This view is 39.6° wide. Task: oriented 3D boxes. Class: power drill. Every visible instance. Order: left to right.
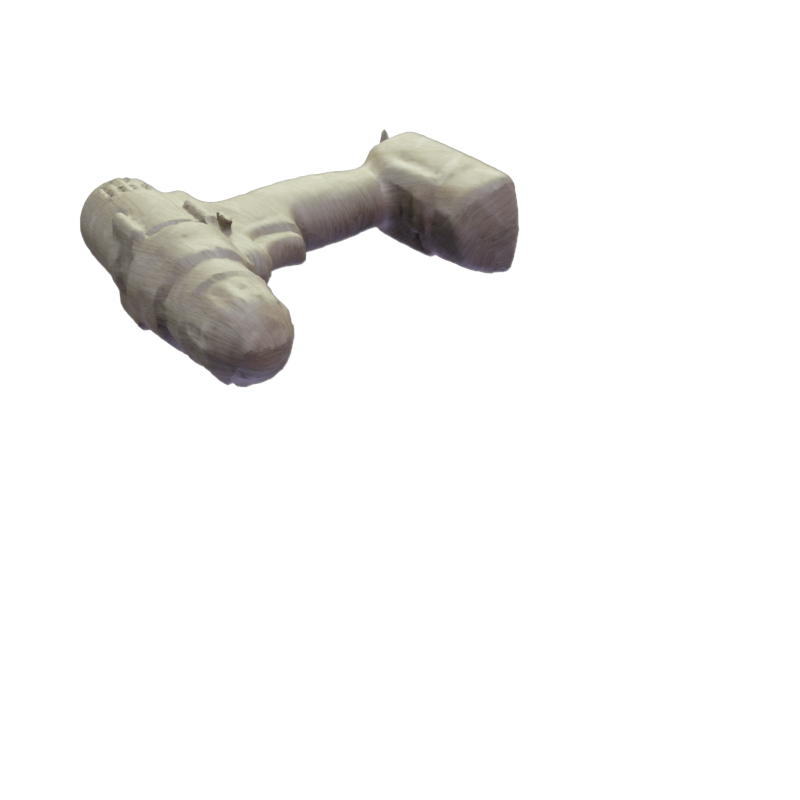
[{"bbox_3d":[-0.041,-0.074,0.520,0.184,0.054,0.198,-15,32,-26],"label":"power drill"}]
